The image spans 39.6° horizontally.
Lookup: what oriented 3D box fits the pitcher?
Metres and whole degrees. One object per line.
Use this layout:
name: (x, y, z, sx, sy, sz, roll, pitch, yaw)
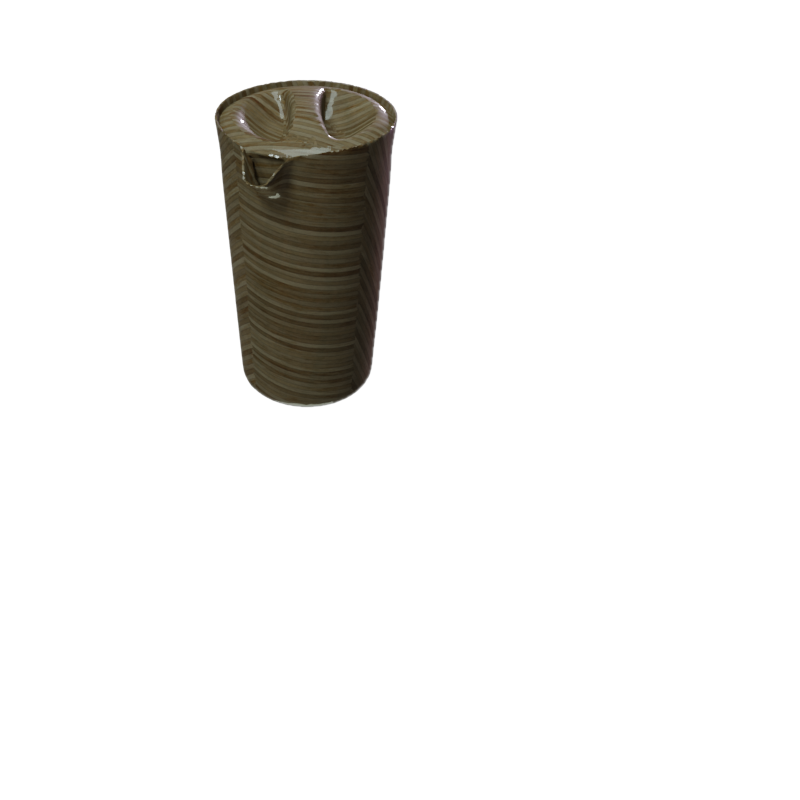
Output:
pitcher: (-0.068, -0.125, 0.875, 0.147, 0.228, 0.157, -12, 37, -20)
